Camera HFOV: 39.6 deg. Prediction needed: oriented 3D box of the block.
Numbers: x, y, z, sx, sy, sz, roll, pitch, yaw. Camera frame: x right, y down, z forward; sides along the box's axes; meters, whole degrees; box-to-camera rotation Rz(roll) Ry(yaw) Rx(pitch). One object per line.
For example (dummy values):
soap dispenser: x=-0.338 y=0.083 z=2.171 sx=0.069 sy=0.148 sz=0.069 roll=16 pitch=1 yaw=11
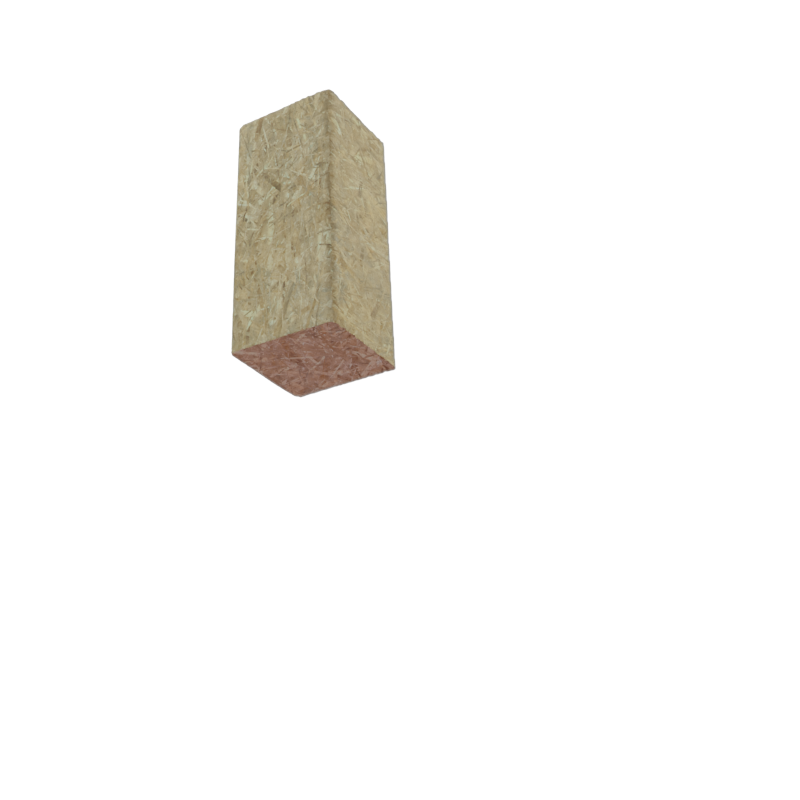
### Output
block: x=-0.067 y=-0.122 z=0.851 sx=0.092 sy=0.220 sz=0.084 roll=-19 pitch=-34 yaw=26
